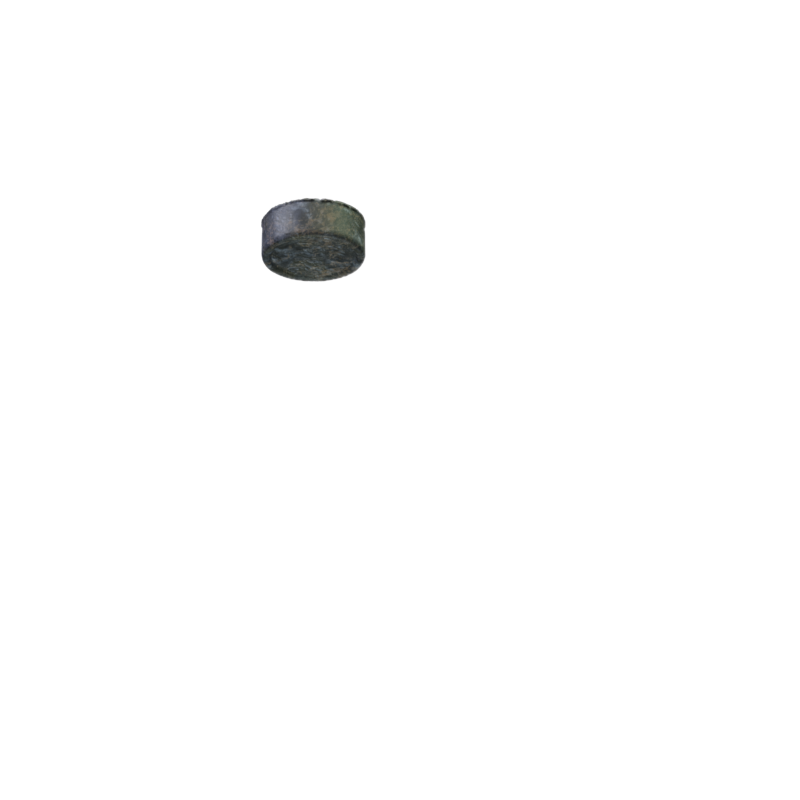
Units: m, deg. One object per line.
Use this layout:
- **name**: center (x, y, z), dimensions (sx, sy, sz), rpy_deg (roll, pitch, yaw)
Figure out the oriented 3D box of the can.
- **can**: center (-0.071, -0.129, 0.903), dimensions (0.086, 0.035, 0.081), rpy_deg (0, -22, -2)
